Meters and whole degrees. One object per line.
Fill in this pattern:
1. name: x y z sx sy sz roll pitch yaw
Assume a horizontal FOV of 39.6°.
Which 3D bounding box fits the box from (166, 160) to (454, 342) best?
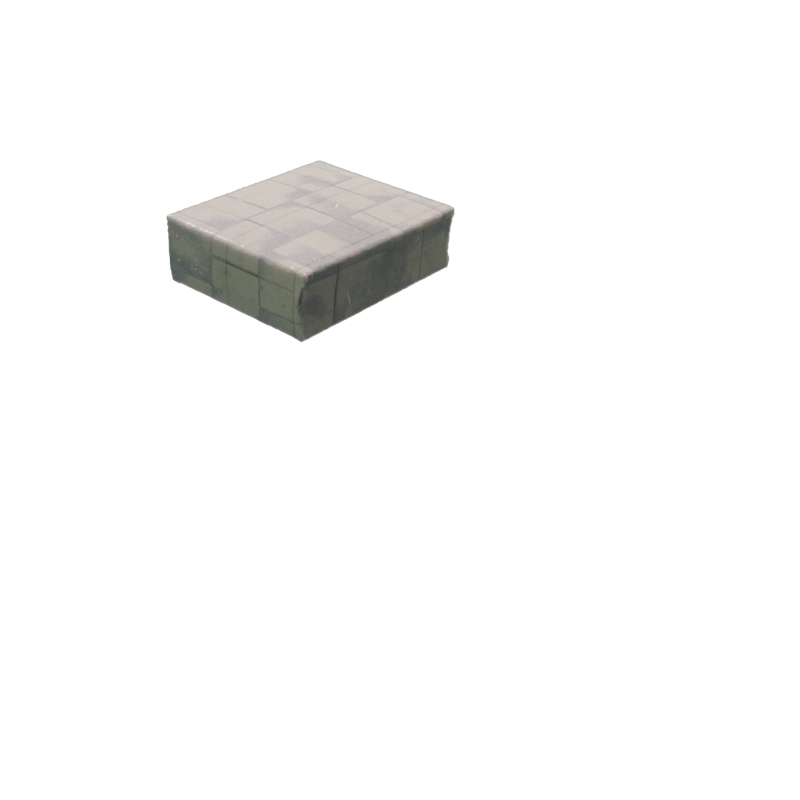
1. box: -0.042 -0.077 0.538 0.095 0.037 0.114 23 38 33
